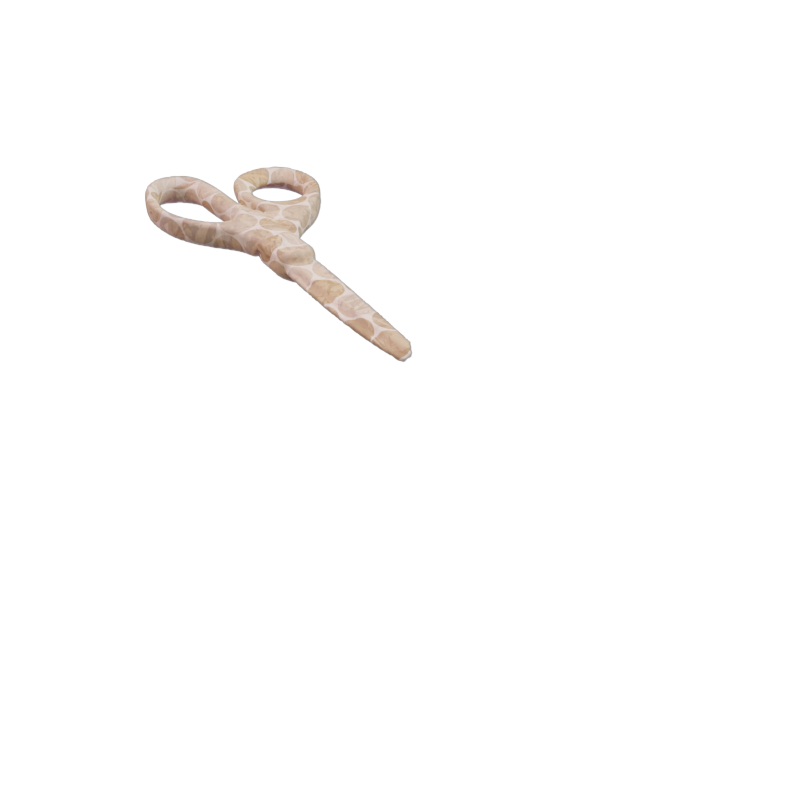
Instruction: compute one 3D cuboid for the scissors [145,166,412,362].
[{"bbox_3d":[-0.040,-0.074,0.516,0.096,0.015,0.215,-27,41,-37],"label":"scissors"}]
